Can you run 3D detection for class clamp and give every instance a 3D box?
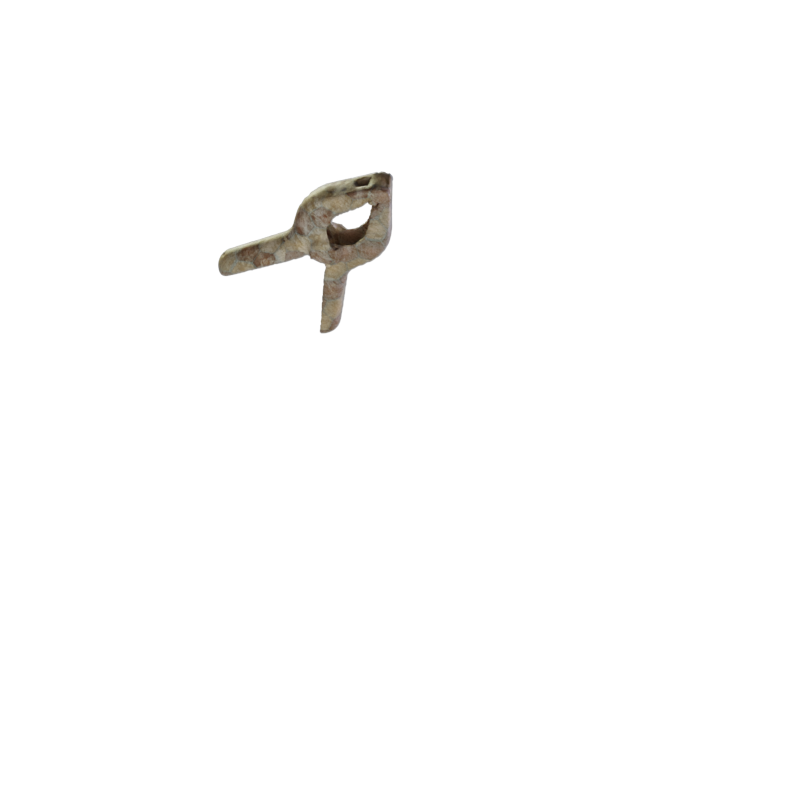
[{"bbox_3d":[-0.072,-0.131,0.918,0.116,0.042,0.166,21,-50,-20],"label":"clamp"}]
